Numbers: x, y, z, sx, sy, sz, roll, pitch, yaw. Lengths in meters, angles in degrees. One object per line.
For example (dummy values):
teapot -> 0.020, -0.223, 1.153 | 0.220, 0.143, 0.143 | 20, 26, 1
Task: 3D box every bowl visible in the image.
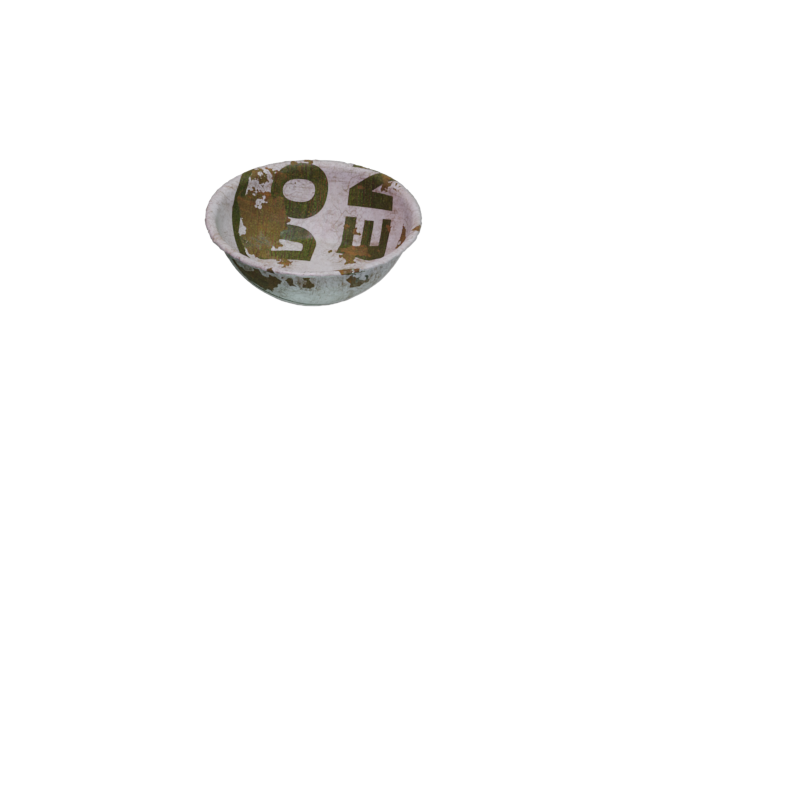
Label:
bowl -> -0.065, -0.119, 0.836 | 0.162, 0.051, 0.174 | -1, 38, -2
